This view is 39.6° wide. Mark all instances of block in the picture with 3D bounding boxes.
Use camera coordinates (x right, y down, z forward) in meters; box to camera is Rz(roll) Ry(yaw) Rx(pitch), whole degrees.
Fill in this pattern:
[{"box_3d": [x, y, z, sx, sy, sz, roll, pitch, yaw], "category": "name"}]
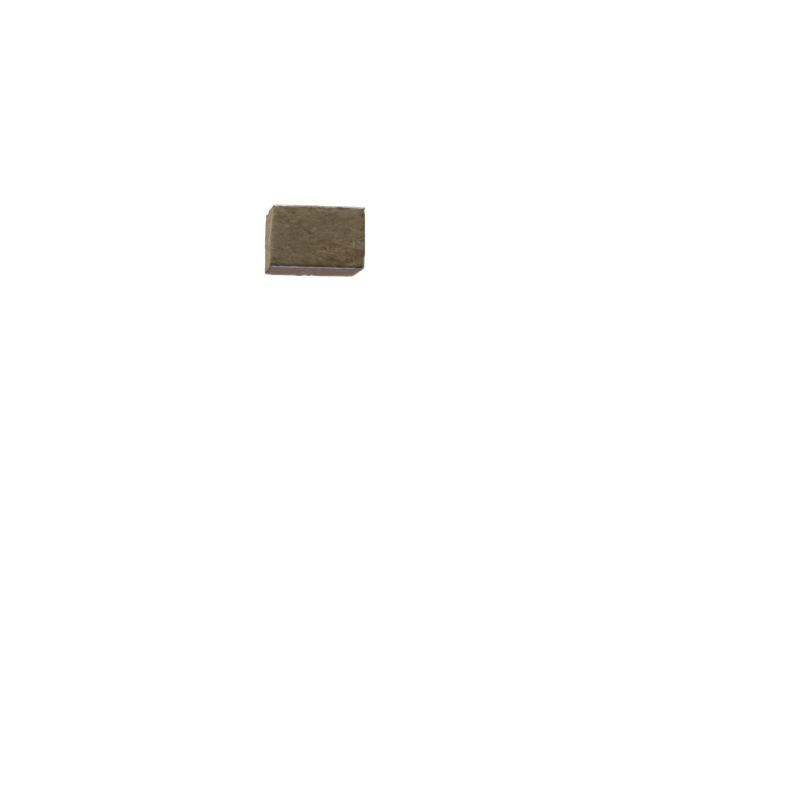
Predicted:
[{"box_3d": [-0.071, -0.130, 0.913, 0.077, 0.052, 0.053, 1, -5, -11], "category": "block"}]
